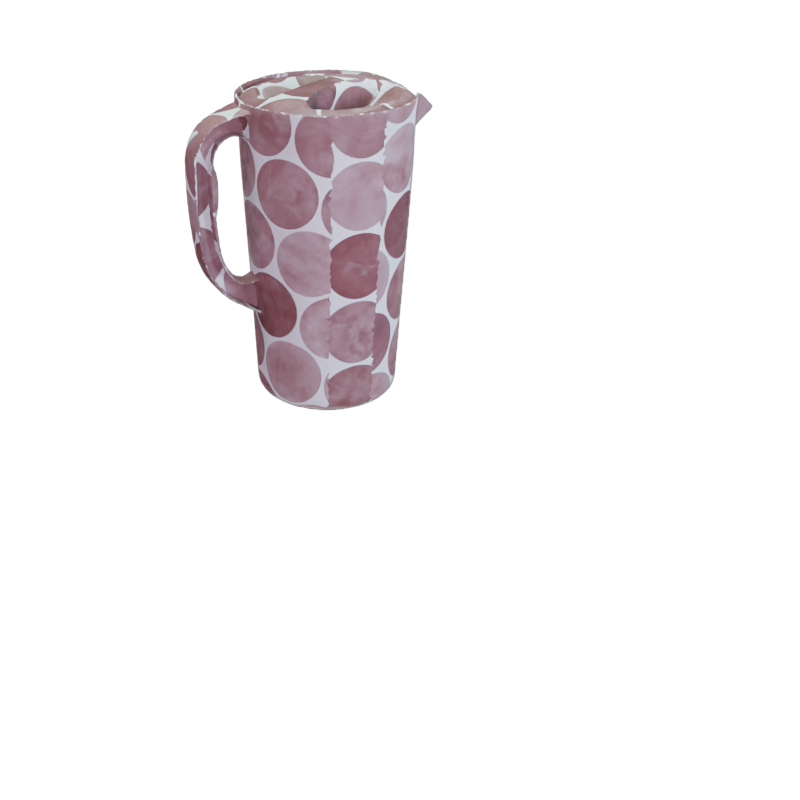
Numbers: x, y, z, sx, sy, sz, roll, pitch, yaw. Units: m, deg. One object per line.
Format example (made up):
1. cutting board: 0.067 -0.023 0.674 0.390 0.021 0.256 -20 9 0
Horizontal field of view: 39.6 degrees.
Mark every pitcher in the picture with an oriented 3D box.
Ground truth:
1. pitcher: -0.065 -0.118 0.829 0.153 0.231 0.149 9 25 16
